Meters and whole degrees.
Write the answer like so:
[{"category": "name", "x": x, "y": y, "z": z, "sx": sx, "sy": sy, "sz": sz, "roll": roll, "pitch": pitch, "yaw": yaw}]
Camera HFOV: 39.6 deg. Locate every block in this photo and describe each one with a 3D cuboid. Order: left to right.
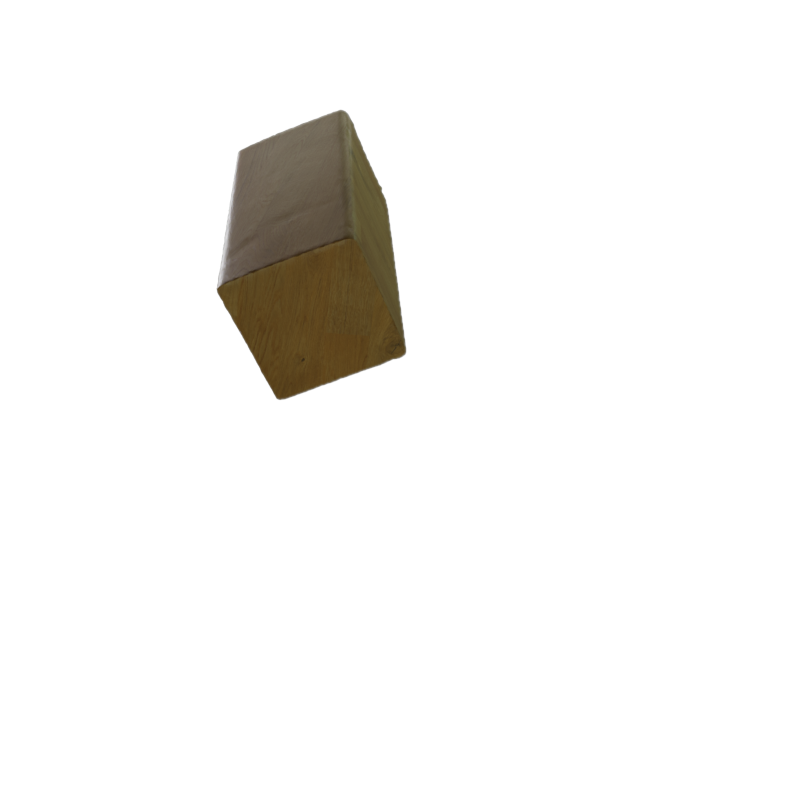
[{"category": "block", "x": -0.058, "y": -0.107, "z": 0.749, "sx": 0.090, "sy": 0.085, "sz": 0.220, "roll": -20, "pitch": 32, "yaw": 9}]
